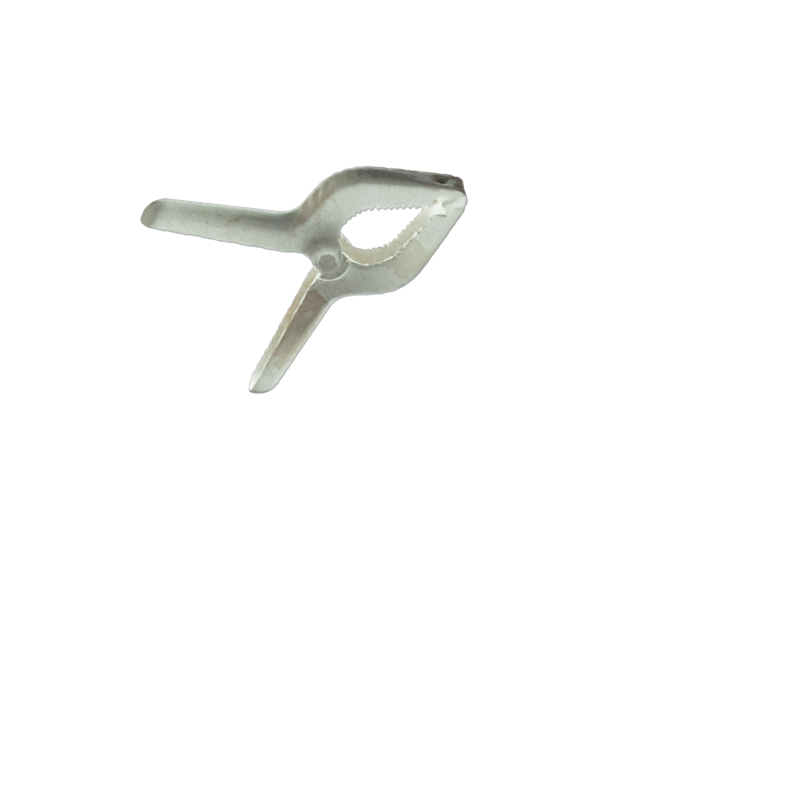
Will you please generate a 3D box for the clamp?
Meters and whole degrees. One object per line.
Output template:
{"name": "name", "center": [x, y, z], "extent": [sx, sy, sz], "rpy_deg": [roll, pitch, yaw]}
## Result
{"name": "clamp", "center": [-0.058, -0.107, 0.746], "extent": [0.210, 0.155, 0.039], "rpy_deg": [-28, 27, 16]}
